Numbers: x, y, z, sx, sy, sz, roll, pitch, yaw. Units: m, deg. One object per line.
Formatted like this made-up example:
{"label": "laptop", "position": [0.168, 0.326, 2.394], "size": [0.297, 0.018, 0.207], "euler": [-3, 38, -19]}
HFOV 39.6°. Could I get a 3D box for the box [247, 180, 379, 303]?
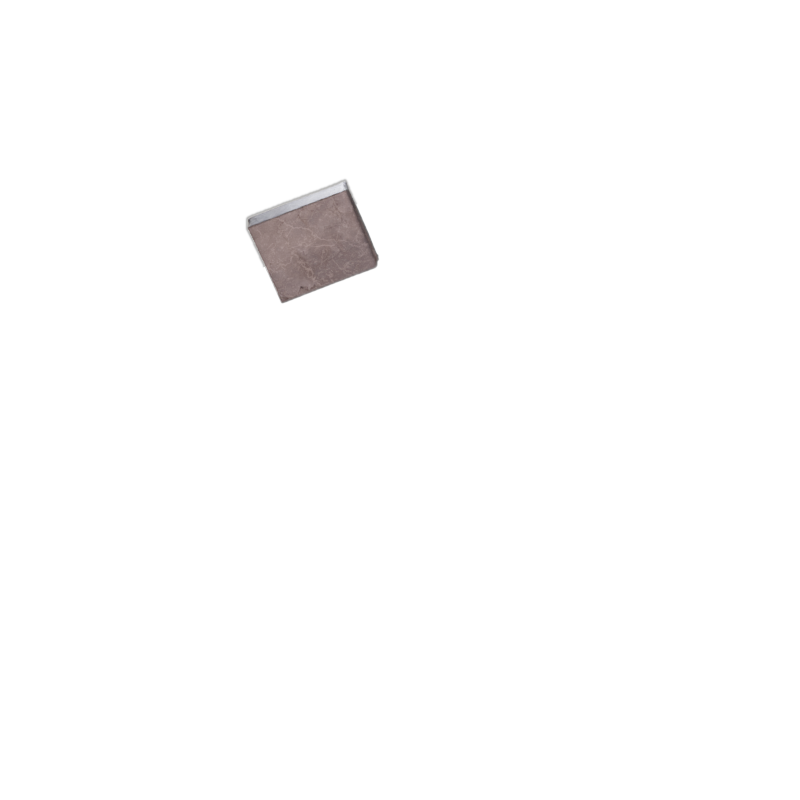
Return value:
{"label": "box", "position": [-0.071, -0.130, 0.910], "size": [0.089, 0.069, 0.032], "euler": [-20, 22, 8]}
